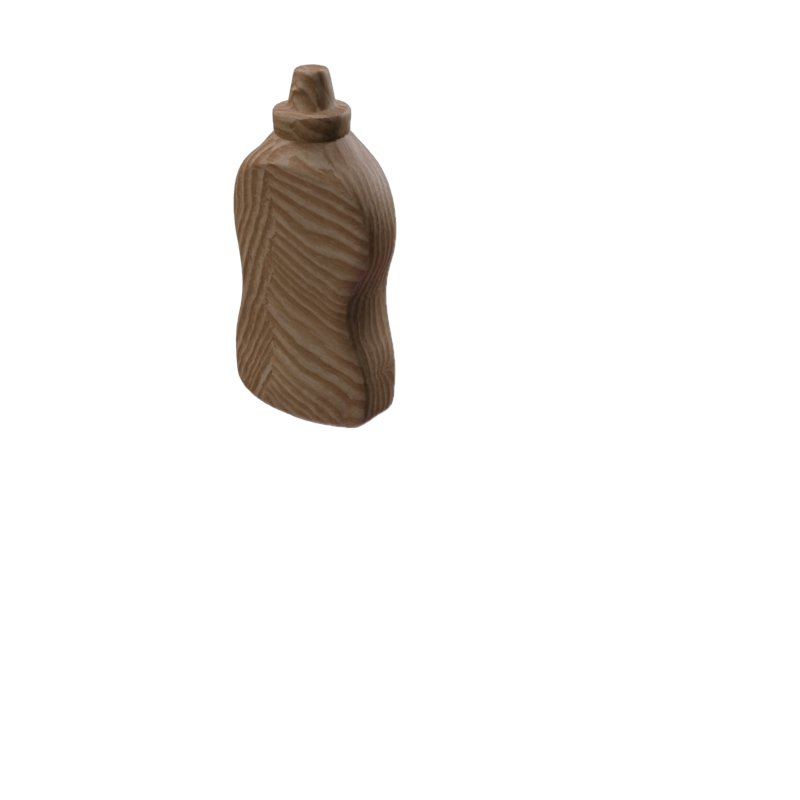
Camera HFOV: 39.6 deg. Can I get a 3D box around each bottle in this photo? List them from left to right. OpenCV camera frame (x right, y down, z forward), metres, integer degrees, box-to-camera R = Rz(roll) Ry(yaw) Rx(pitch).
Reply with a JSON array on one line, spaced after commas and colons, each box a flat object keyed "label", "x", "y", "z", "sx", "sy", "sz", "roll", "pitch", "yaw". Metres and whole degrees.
[{"label": "bottle", "x": -0.047, "y": -0.086, "z": 0.600, "sx": 0.102, "sy": 0.182, "sz": 0.058, "roll": 20, "pitch": 30, "yaw": 36}]
